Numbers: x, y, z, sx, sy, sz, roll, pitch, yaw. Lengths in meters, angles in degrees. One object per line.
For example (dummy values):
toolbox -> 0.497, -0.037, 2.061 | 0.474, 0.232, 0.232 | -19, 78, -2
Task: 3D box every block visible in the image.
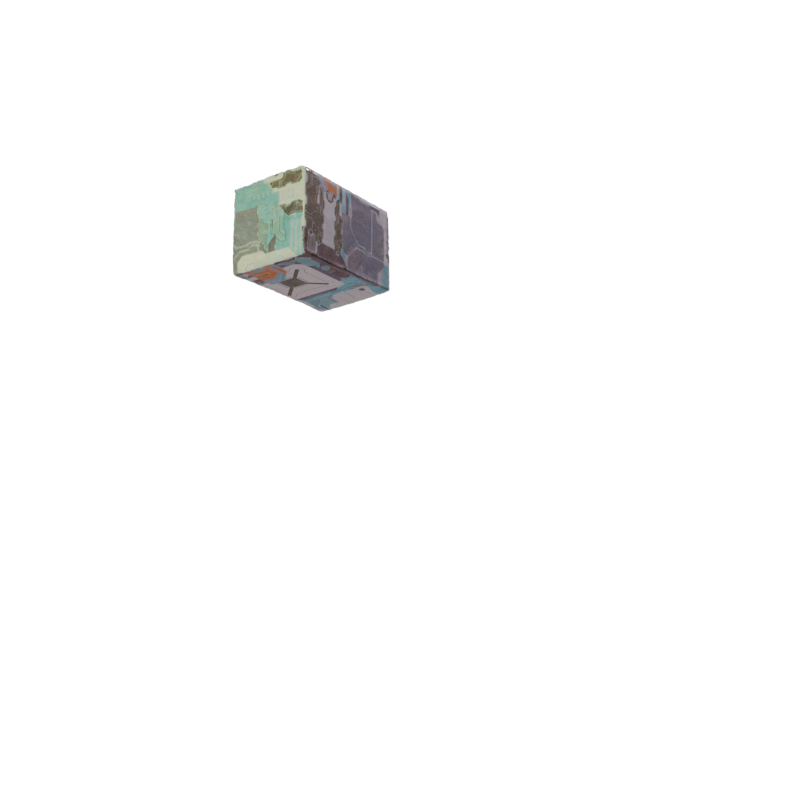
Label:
block -> -0.048, -0.088, 0.618 | 0.054, 0.054, 0.073 | -15, -23, 34
